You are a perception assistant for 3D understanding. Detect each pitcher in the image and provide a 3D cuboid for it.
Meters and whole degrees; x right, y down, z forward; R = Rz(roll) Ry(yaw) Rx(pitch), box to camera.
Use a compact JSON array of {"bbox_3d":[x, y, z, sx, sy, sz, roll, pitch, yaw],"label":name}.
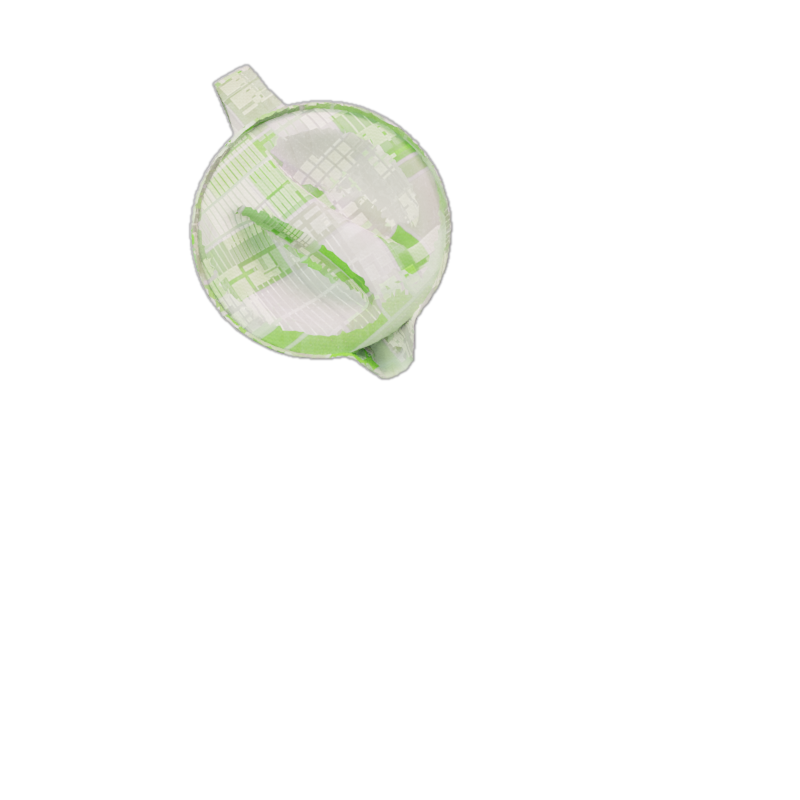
[{"bbox_3d":[-0.053,-0.096,0.675,0.145,0.151,0.241,14,-3,-3],"label":"pitcher"}]
